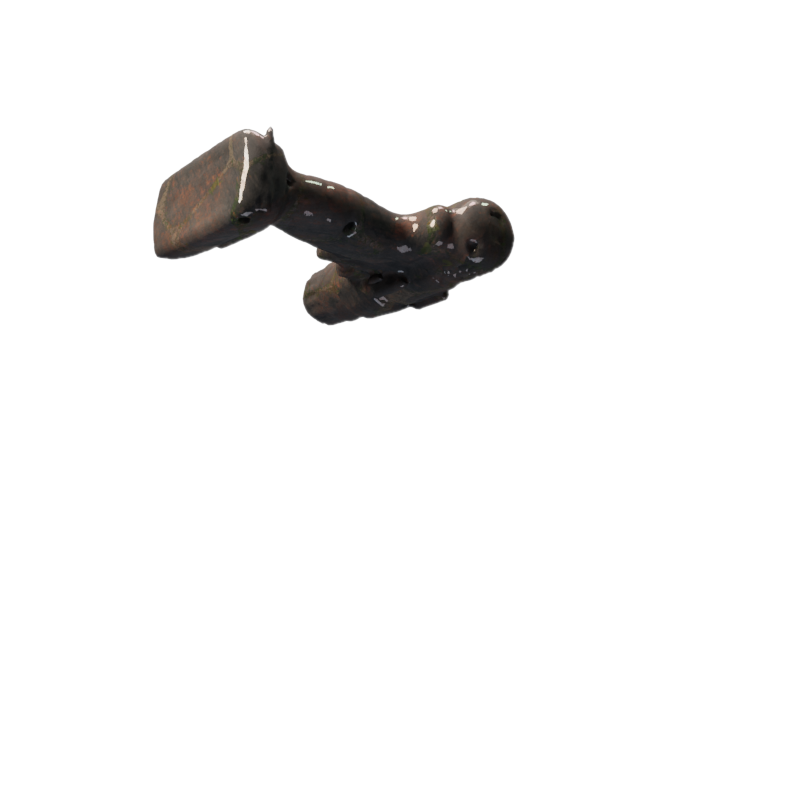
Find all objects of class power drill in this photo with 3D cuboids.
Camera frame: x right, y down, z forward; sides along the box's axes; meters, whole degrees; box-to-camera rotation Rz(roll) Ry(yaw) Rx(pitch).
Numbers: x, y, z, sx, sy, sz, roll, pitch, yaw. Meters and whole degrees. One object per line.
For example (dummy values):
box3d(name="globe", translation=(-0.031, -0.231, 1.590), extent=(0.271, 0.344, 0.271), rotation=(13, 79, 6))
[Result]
box3d(name="power drill", translation=(-0.054, -0.098, 0.685), extent=(0.178, 0.060, 0.186), rotation=(12, -20, -37))
